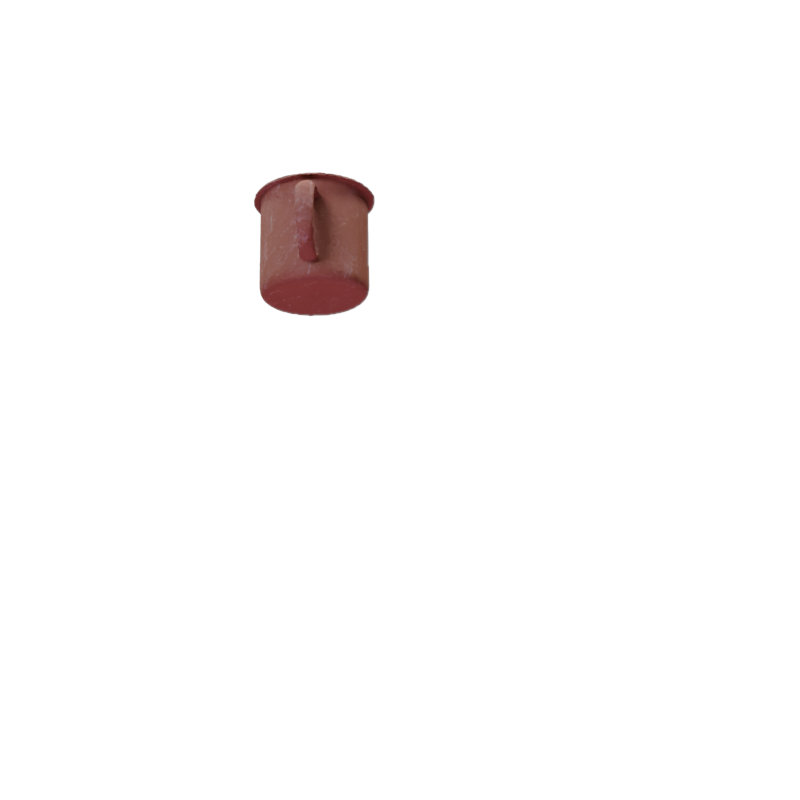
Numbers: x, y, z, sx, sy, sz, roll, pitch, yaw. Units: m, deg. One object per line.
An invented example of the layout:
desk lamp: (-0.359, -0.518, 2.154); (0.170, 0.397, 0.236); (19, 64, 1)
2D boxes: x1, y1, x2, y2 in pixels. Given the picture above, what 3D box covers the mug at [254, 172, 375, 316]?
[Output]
mug: (-0.065, -0.118, 0.825); (0.093, 0.086, 0.111); (-1, -21, 1)
